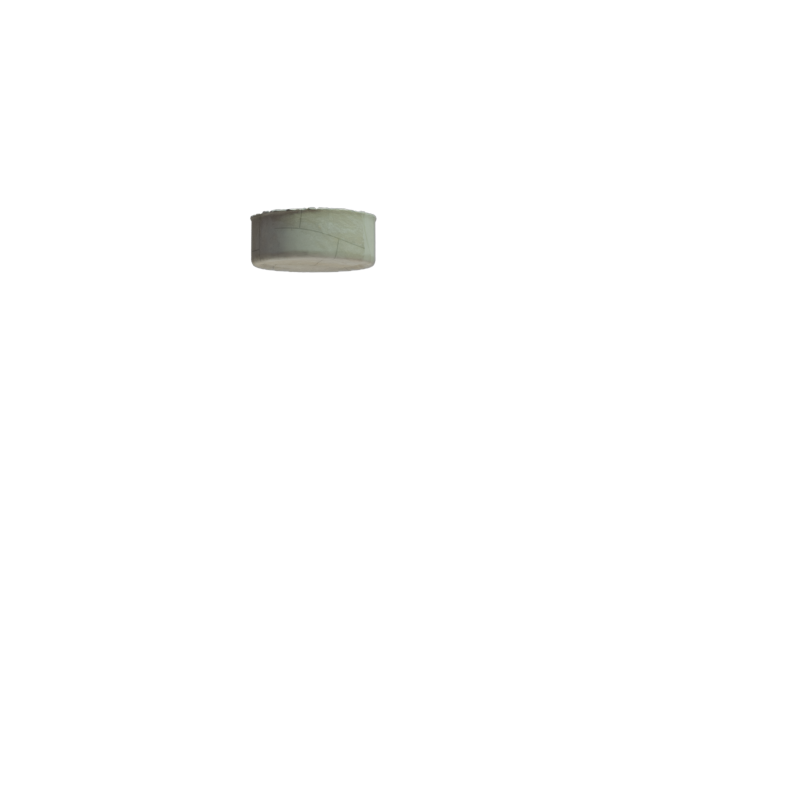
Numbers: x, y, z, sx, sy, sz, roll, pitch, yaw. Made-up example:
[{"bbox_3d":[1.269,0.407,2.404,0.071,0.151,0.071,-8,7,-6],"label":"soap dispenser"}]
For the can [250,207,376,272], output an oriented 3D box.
[{"bbox_3d":[-0.059,-0.107,0.750,0.086,0.034,0.085,0,-1,-2],"label":"can"}]
